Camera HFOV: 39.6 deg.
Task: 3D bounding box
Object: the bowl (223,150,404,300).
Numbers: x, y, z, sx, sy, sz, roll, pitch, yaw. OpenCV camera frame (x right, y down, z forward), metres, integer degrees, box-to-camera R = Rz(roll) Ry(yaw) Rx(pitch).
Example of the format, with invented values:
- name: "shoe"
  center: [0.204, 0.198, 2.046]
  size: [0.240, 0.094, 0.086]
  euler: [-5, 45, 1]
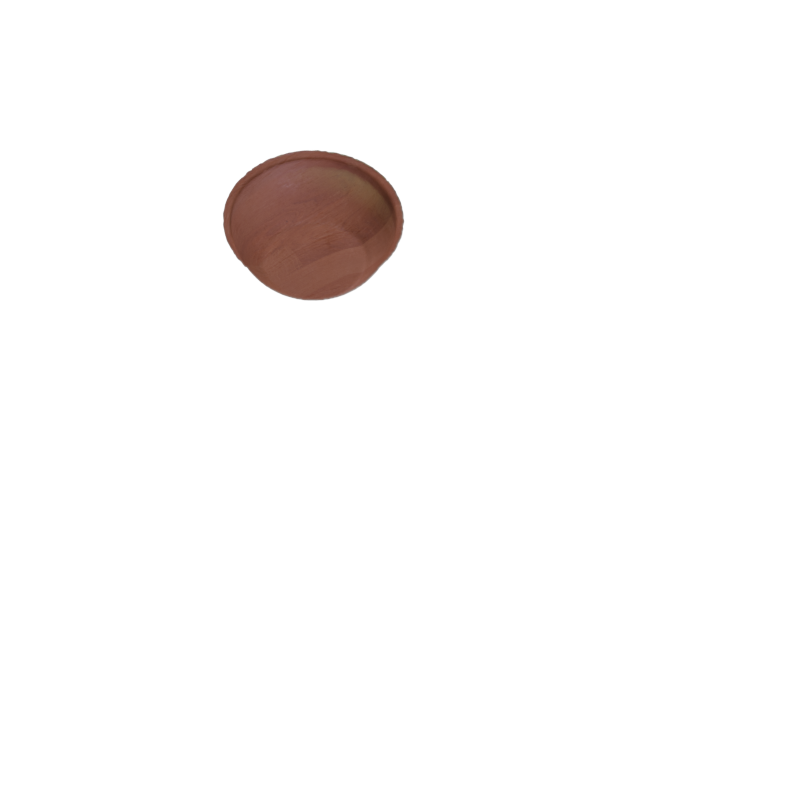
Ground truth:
- name: "bowl"
  center: [-0.076, -0.139, 0.971]
  size: [0.162, 0.151, 0.059]
  euler: [1, 44, -1]
